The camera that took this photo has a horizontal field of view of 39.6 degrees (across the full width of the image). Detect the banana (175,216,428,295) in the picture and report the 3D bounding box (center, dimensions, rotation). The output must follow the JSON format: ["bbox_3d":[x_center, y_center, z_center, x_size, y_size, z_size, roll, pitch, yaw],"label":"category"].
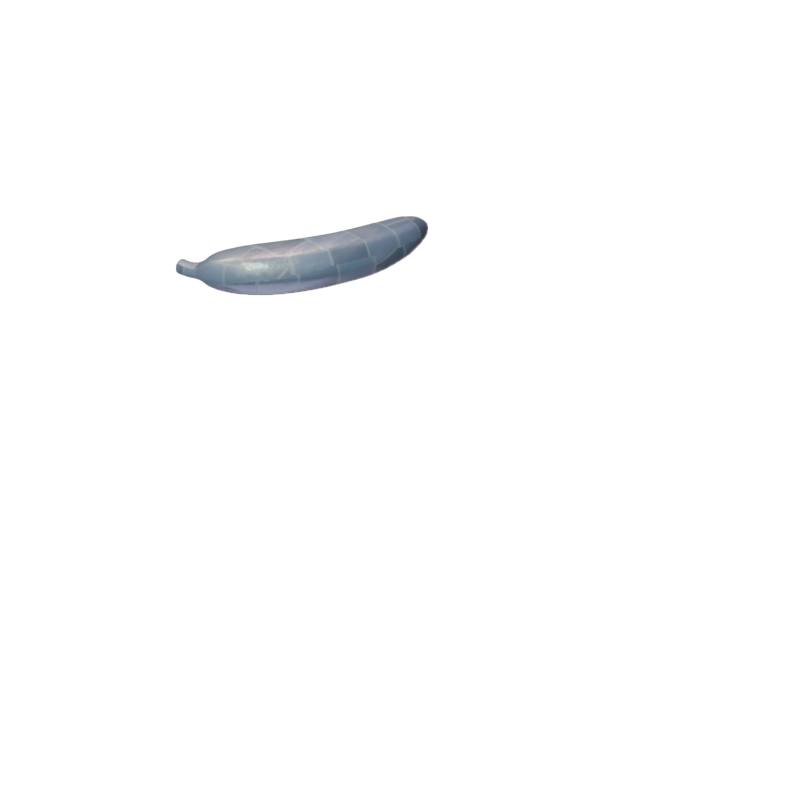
[{"bbox_3d":[-0.062,-0.108,0.813,0.195,0.035,0.075,-10,33,-16],"label":"banana"}]
